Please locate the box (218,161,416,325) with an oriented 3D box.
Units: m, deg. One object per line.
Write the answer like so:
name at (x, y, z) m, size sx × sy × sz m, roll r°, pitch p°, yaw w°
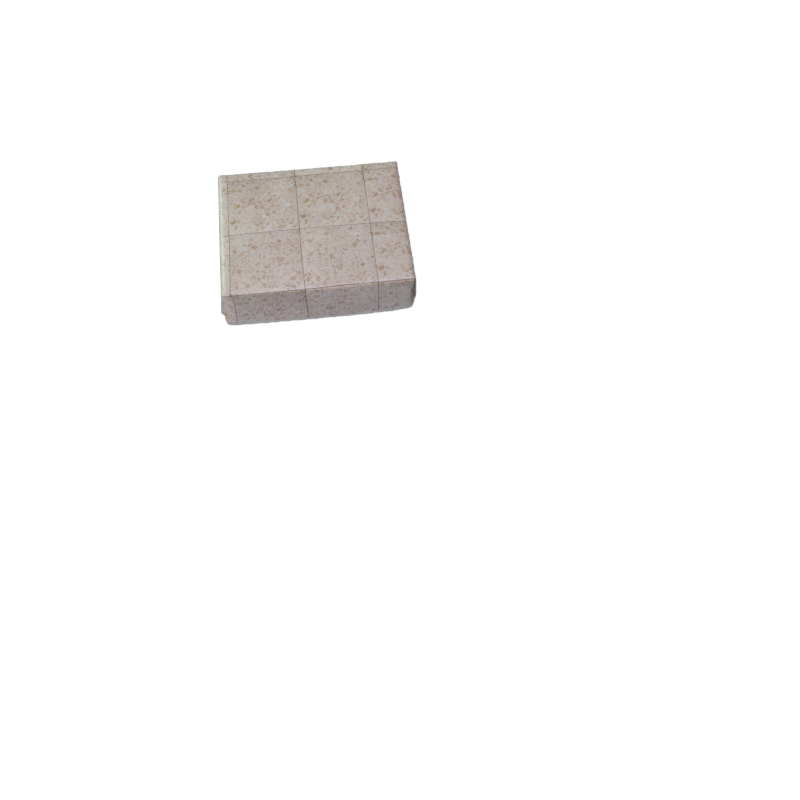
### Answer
box at (-0.052, -0.094, 0.661) m, size 0.113 × 0.096 × 0.036 m, roll -5°, pitch -33°, yaw -3°
